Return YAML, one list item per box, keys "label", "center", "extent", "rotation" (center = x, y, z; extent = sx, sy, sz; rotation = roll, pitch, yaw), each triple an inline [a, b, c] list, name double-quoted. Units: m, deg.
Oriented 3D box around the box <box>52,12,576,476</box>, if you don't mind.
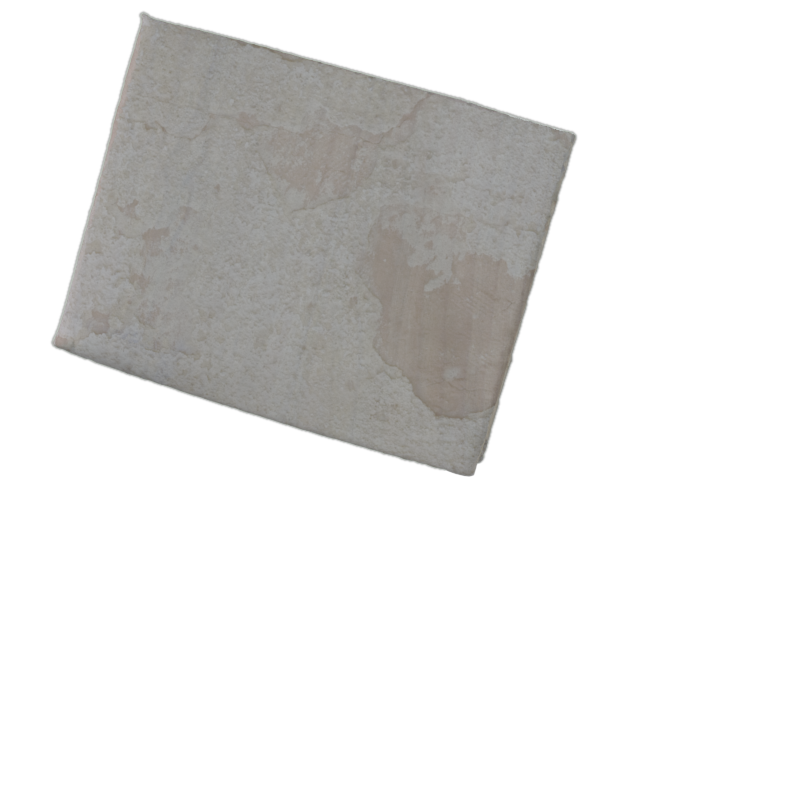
- label: "box"
  center: [-0.022, -0.041, 0.285]
  extent: [0.113, 0.089, 0.039]
  rotation: [16, 5, -2]
